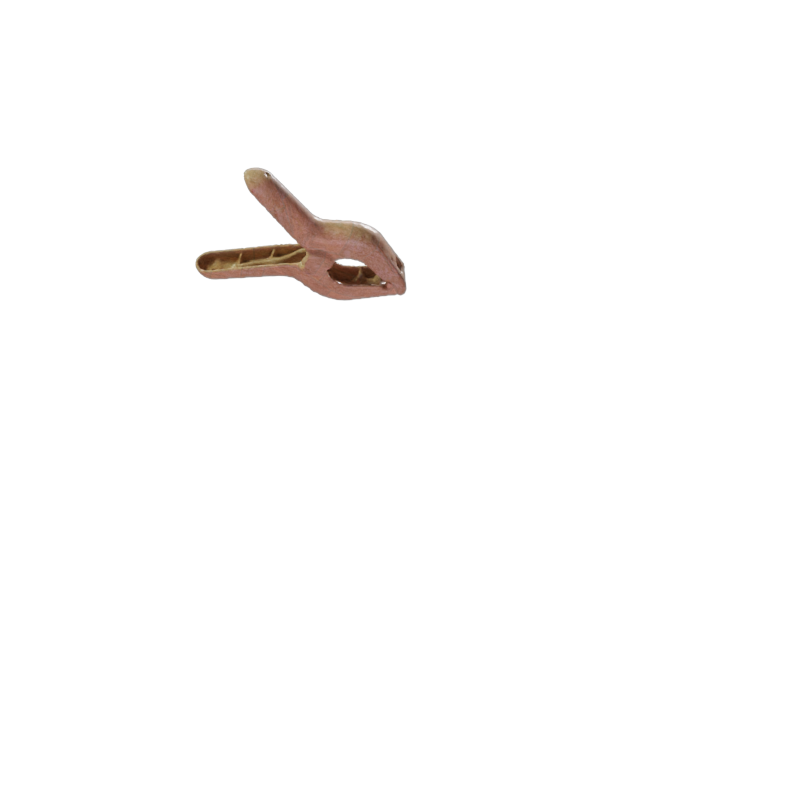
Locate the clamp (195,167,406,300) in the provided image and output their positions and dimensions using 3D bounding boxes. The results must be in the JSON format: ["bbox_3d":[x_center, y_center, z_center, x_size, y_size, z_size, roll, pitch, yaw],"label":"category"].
[{"bbox_3d":[-0.069,-0.127,0.886,0.168,0.042,0.115,9,-34,-14],"label":"clamp"}]
